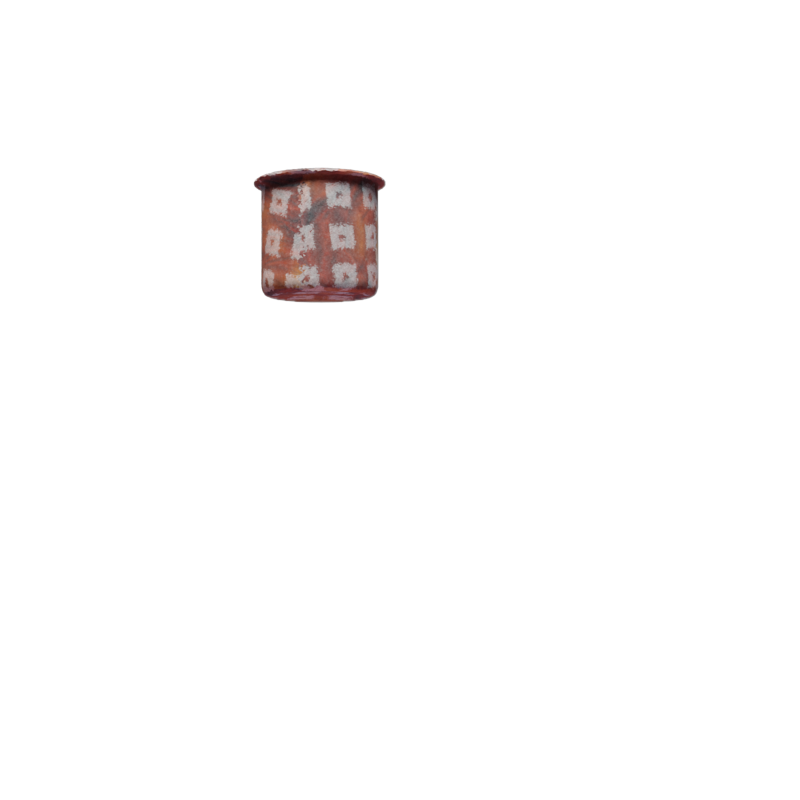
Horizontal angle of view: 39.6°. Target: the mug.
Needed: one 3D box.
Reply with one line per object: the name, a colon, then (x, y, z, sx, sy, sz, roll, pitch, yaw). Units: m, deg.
mug: (-0.061, -0.112, 0.785, 0.090, 0.083, 0.119, 2, -5, -25)
